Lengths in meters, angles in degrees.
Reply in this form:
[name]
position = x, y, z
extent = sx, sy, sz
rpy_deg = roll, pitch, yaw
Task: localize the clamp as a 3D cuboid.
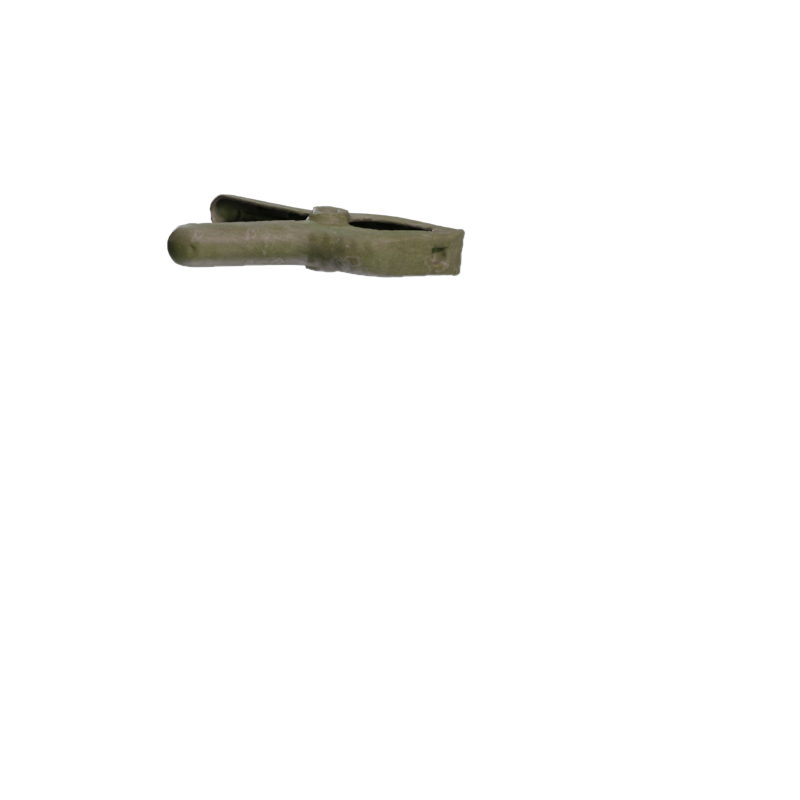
[clamp]
position = -0.051, -0.094, 0.656
extent = 0.175, 0.037, 0.123
rpy_deg = 7, 25, 14
